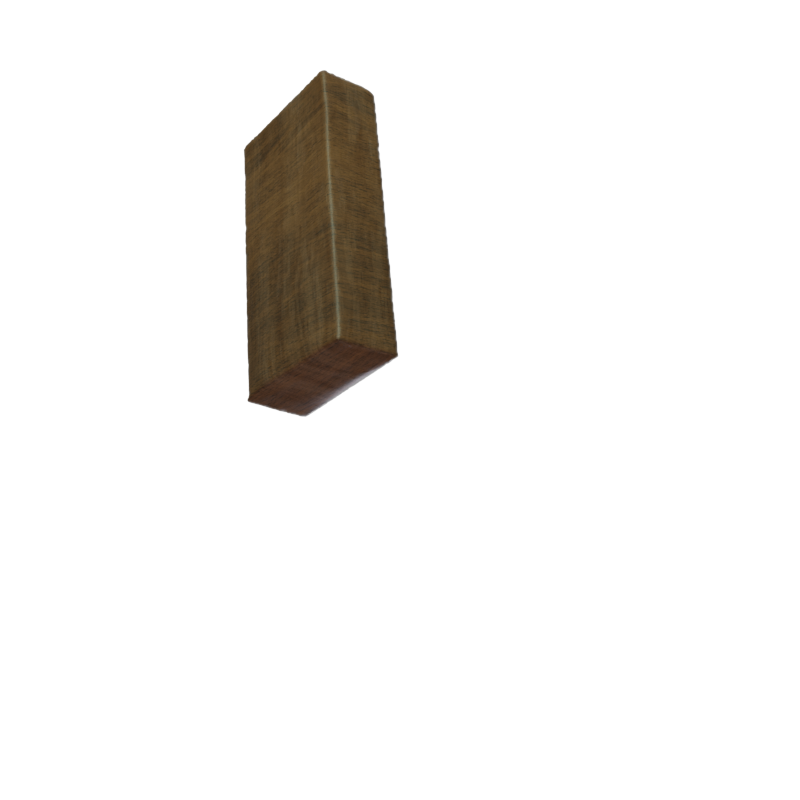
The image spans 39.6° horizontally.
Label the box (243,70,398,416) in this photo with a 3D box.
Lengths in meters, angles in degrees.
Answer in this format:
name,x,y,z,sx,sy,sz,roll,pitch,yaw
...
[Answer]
name,x,y,z,sx,sy,sz,roll,pitch,yaw
box,-0.049,-0.090,0.632,0.046,0.188,0.092,19,-36,-32
